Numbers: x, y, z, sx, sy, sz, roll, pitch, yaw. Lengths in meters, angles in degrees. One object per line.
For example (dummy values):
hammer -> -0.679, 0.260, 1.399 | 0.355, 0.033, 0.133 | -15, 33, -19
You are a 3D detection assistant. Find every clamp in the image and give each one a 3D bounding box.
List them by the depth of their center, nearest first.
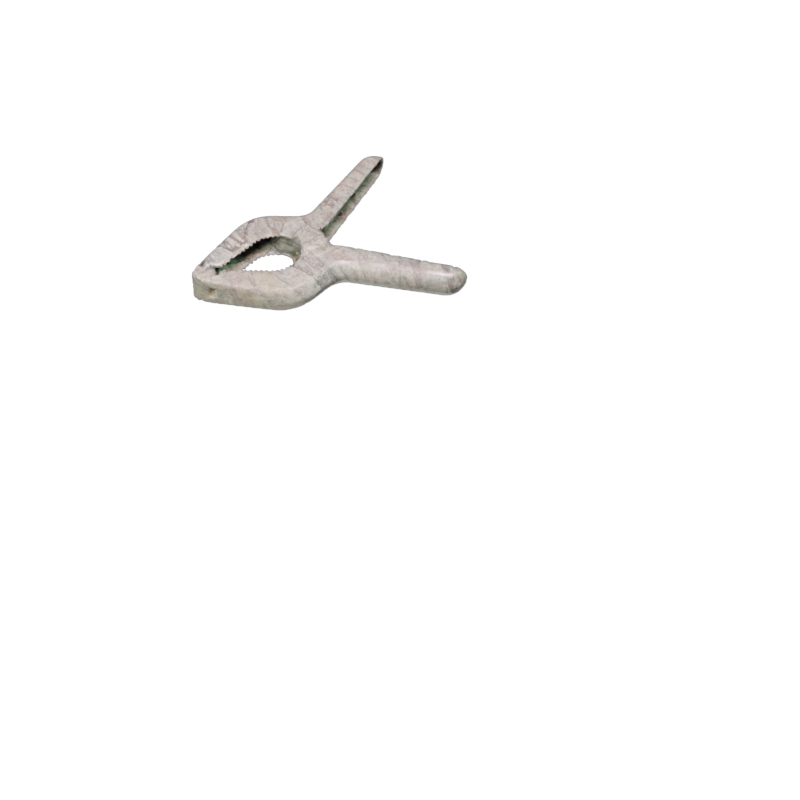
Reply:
clamp -> -0.071, -0.130, 0.908 | 0.208, 0.178, 0.034 | -13, -41, -12
